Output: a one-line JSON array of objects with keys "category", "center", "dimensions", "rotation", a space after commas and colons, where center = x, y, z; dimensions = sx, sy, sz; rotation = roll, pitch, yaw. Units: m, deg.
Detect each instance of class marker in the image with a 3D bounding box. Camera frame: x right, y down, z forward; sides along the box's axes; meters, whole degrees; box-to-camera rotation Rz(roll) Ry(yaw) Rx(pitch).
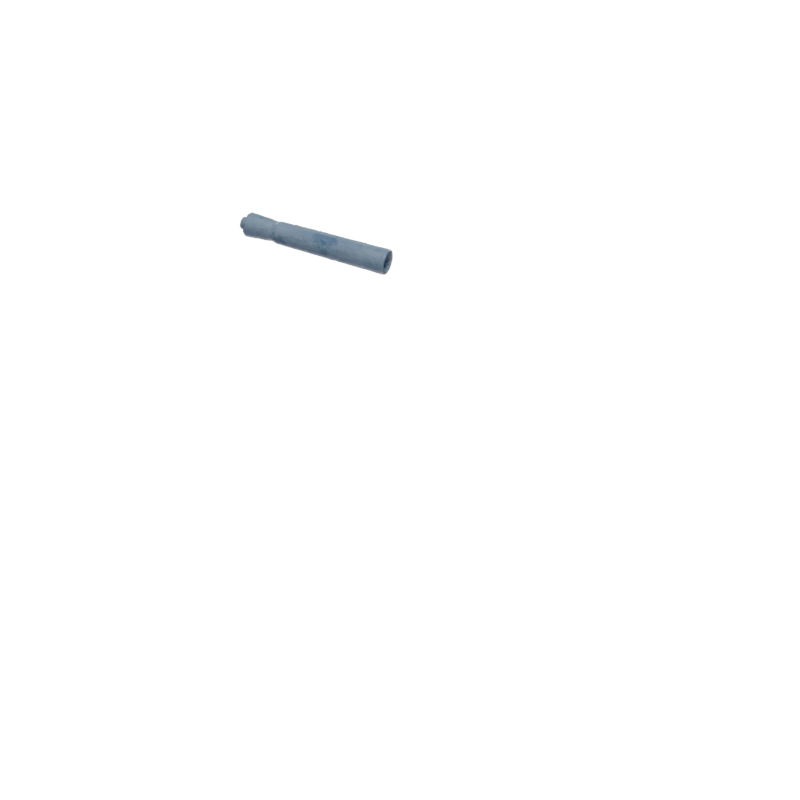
[{"category": "marker", "center": [-0.064, -0.117, 0.820], "dimensions": [0.126, 0.019, 0.019], "rotation": [18, 10, 22]}]
